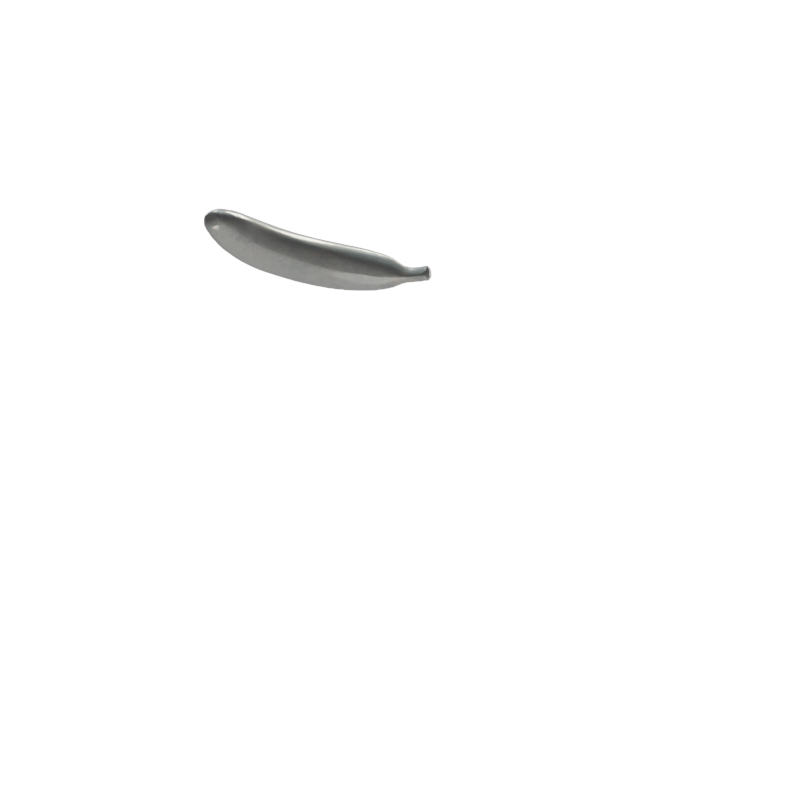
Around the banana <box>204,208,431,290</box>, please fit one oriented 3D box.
[{"bbox_3d":[-0.075,-0.120,0.894,0.190,0.039,0.069,10,-22,-26],"label":"banana"}]
